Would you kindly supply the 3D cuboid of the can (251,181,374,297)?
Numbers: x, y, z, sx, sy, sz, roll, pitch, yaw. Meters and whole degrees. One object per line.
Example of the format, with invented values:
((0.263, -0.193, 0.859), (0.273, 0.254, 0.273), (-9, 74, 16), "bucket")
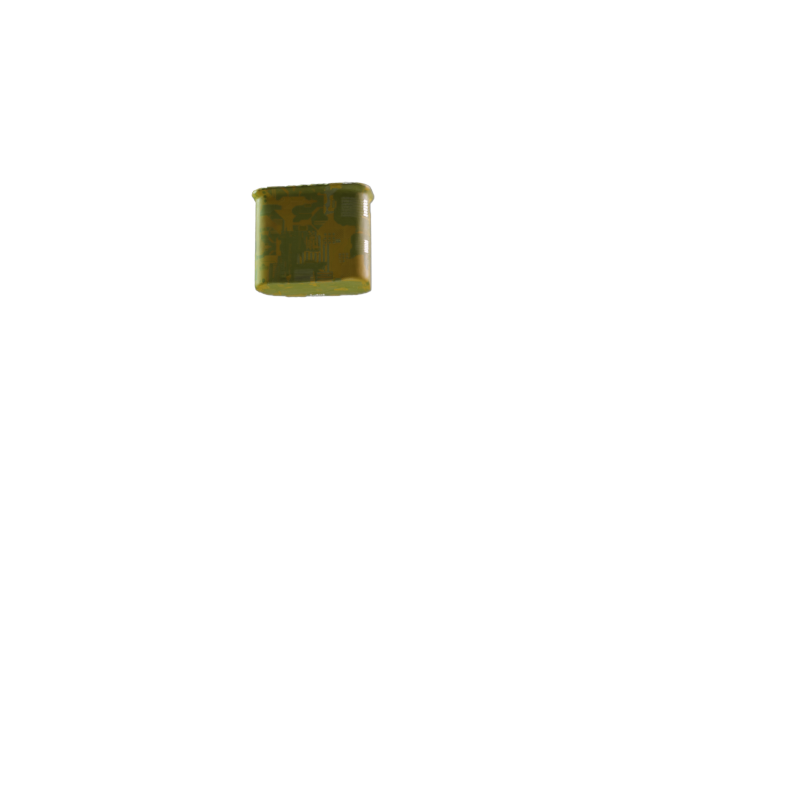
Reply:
((-0.073, -0.133, 0.929), (0.103, 0.087, 0.055), (-2, -13, 8), "can")
